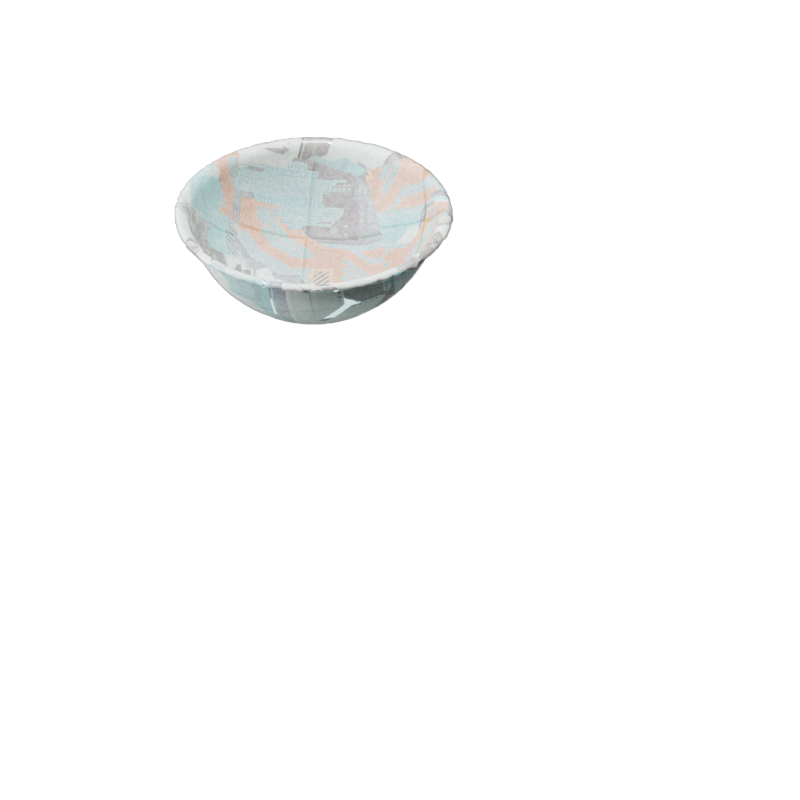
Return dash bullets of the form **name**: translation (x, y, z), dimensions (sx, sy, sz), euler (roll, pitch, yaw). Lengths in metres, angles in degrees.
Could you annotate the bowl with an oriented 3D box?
- **bowl**: translation (-0.052, -0.094, 0.659), dimensions (0.162, 0.051, 0.174), euler (-1, 40, -2)
